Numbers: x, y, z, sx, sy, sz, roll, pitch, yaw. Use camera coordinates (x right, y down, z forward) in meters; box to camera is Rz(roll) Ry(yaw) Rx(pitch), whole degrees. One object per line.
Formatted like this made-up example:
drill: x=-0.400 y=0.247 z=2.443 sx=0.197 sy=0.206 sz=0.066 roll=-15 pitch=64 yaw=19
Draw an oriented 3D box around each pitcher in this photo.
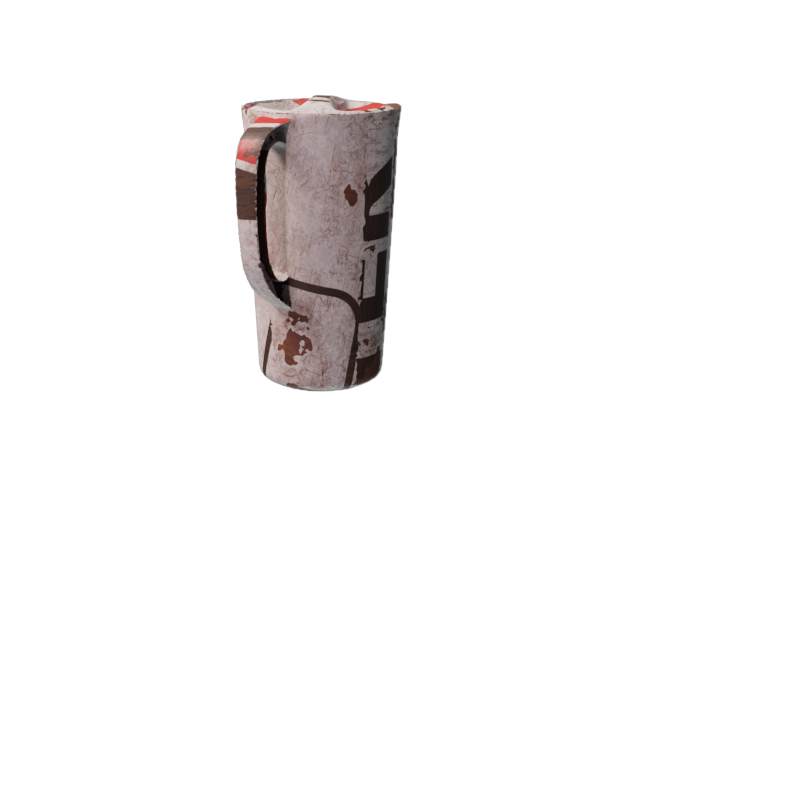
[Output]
pitcher: x=-0.073 y=-0.134 z=0.937 sx=0.147 sy=0.236 sz=0.152 roll=-3 pitch=15 yaw=-14
